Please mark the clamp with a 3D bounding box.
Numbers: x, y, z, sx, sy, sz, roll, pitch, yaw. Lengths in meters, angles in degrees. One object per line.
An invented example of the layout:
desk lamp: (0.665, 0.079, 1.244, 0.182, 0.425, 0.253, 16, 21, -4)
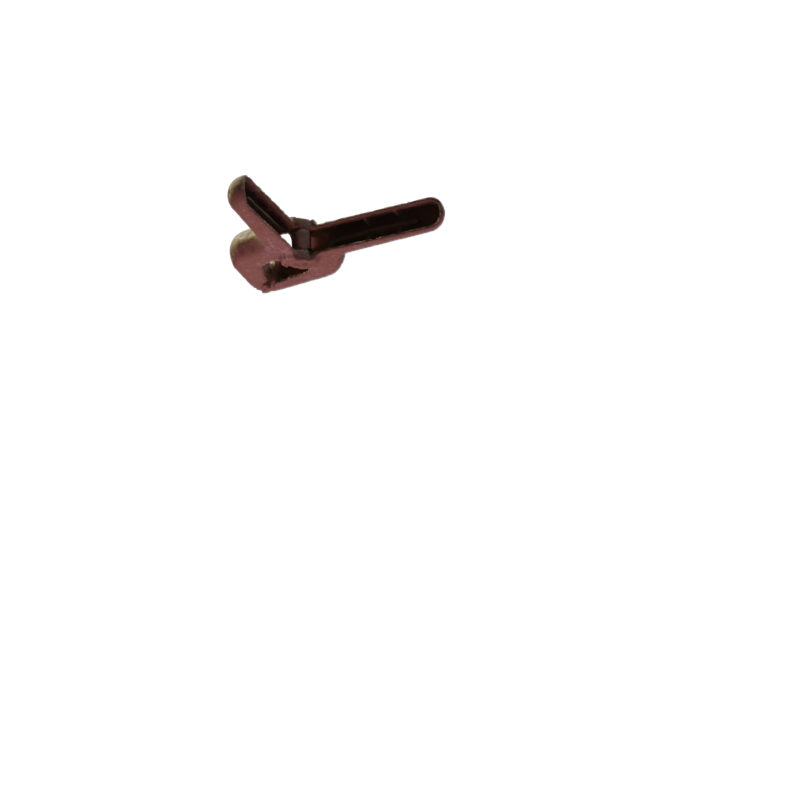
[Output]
clamp: (-0.069, -0.125, 0.877, 0.161, 0.038, 0.207, 3, -12, -15)
